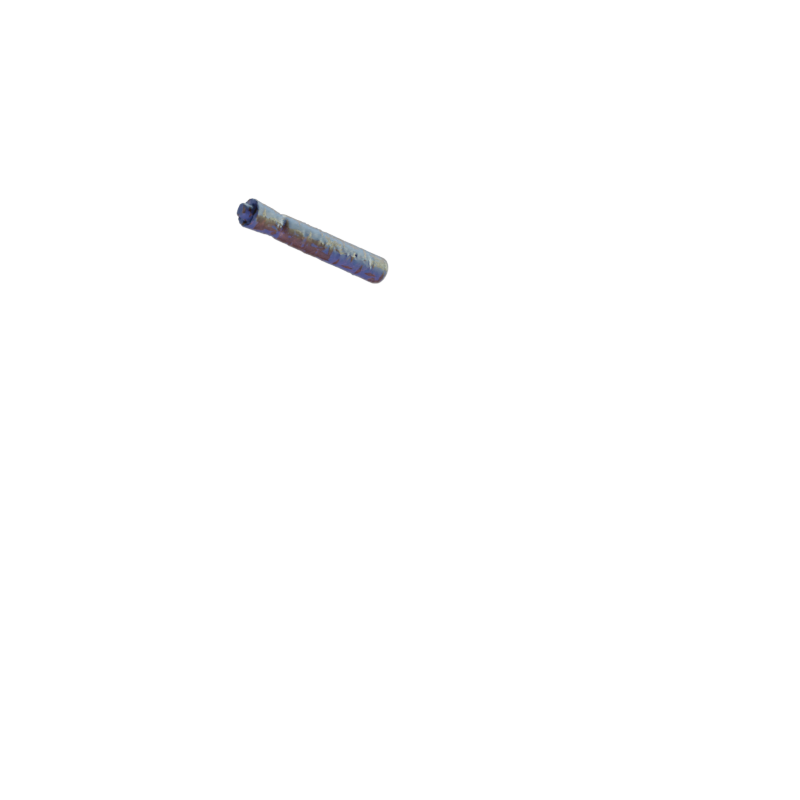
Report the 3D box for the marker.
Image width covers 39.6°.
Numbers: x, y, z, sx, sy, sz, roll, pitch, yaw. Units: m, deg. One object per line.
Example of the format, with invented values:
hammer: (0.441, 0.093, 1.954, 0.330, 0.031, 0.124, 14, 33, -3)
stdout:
marker: (-0.056, -0.101, 0.710, 0.114, 0.020, 0.021, 20, -10, -39)
